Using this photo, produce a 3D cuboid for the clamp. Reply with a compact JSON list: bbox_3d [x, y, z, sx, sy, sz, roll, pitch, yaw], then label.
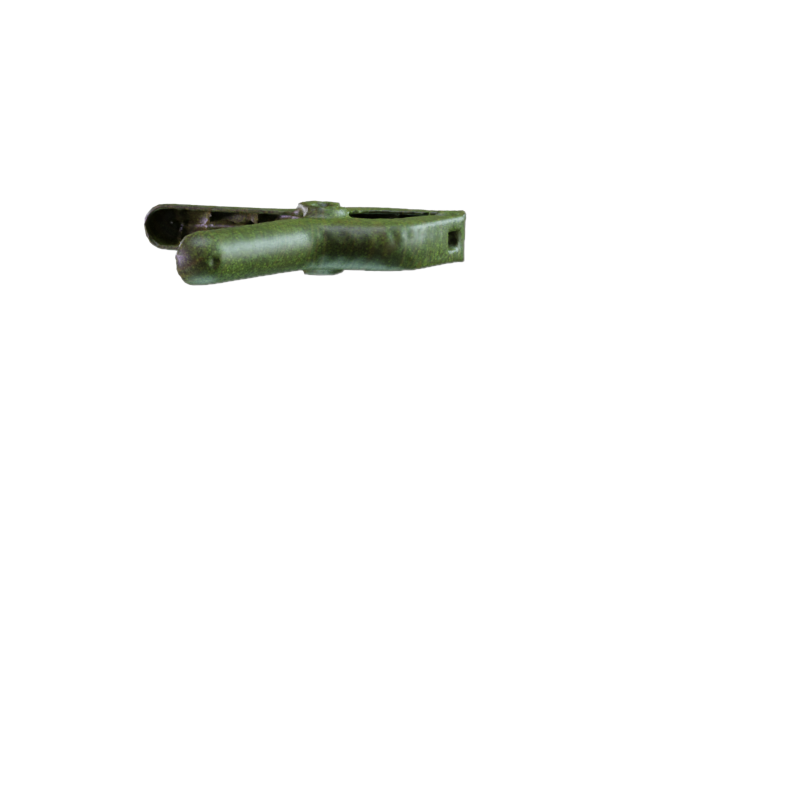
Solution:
[{"bbox_3d":[-0.044,-0.080,0.562,0.170,0.038,0.127,-3,23,-8],"label":"clamp"}]
